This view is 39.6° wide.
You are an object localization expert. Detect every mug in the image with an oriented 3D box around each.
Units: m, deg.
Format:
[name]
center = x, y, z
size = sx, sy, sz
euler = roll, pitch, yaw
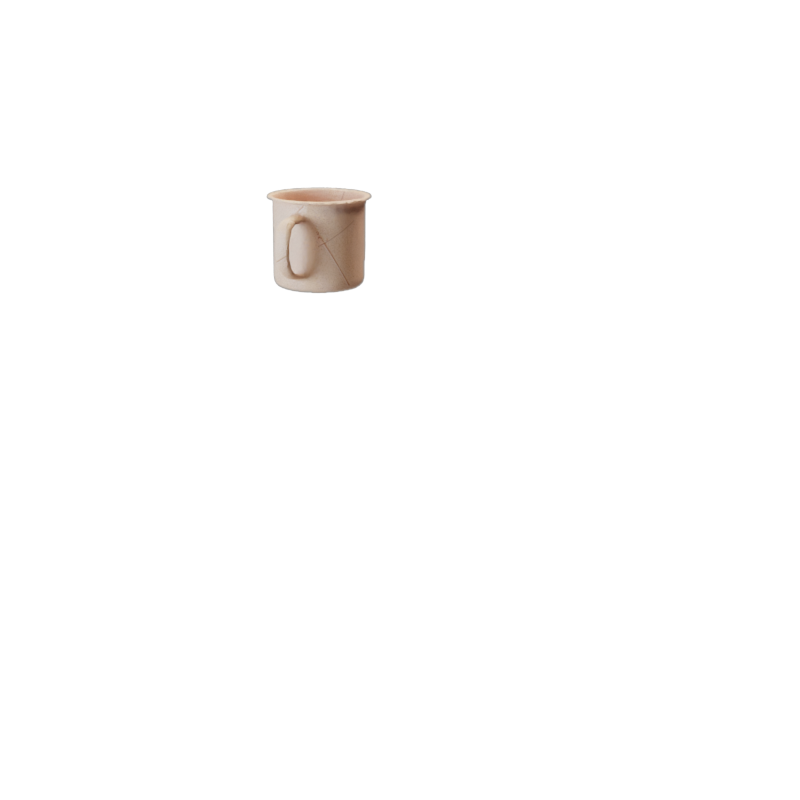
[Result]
[mug]
center = -0.076, -0.139, 0.974
size = 0.096, 0.079, 0.117
euler = 7, 17, 21
